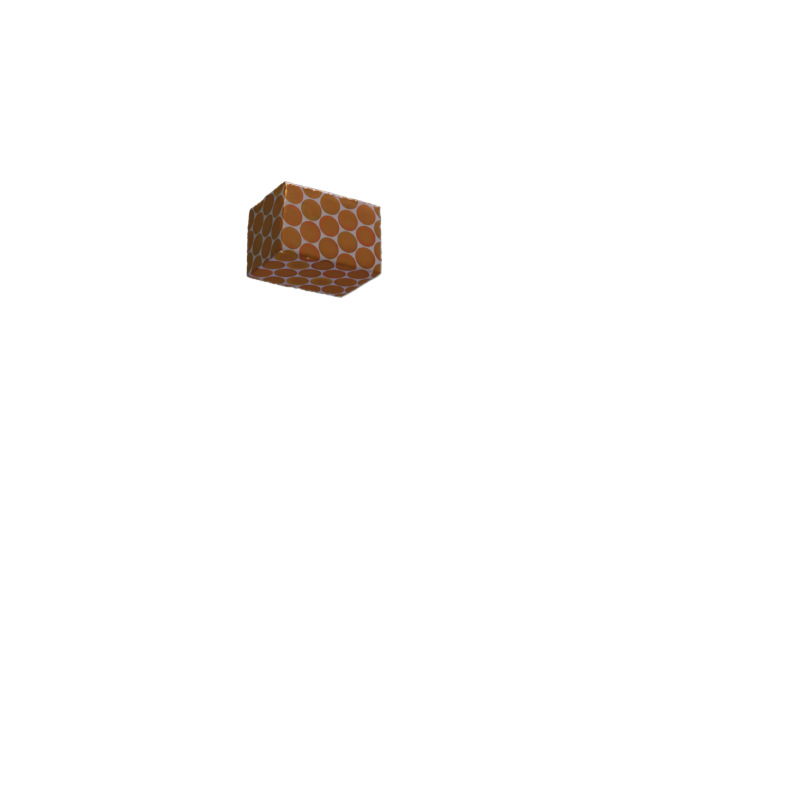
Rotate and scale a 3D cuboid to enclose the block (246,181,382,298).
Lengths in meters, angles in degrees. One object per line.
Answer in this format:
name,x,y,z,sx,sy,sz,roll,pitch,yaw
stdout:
block,-0.058,-0.106,0.745,0.074,0.054,0.052,11,-23,-30
